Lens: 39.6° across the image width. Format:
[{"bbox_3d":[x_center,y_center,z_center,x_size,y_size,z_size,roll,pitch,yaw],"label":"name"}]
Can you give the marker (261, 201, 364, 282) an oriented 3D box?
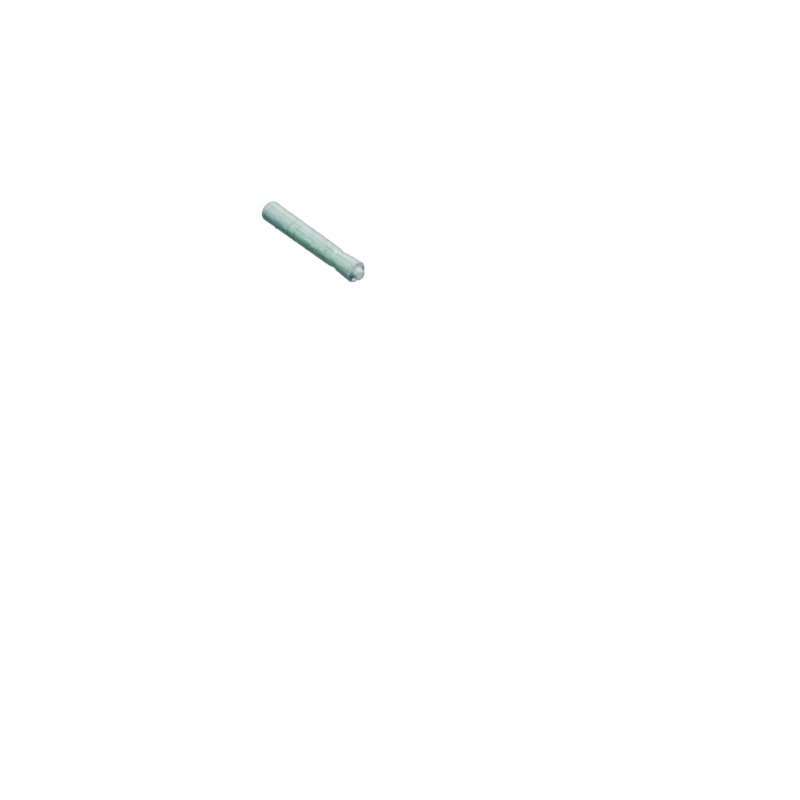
[{"bbox_3d":[-0.073,-0.134,0.936,0.019,0.019,0.130,-3,33,-46],"label":"marker"}]
